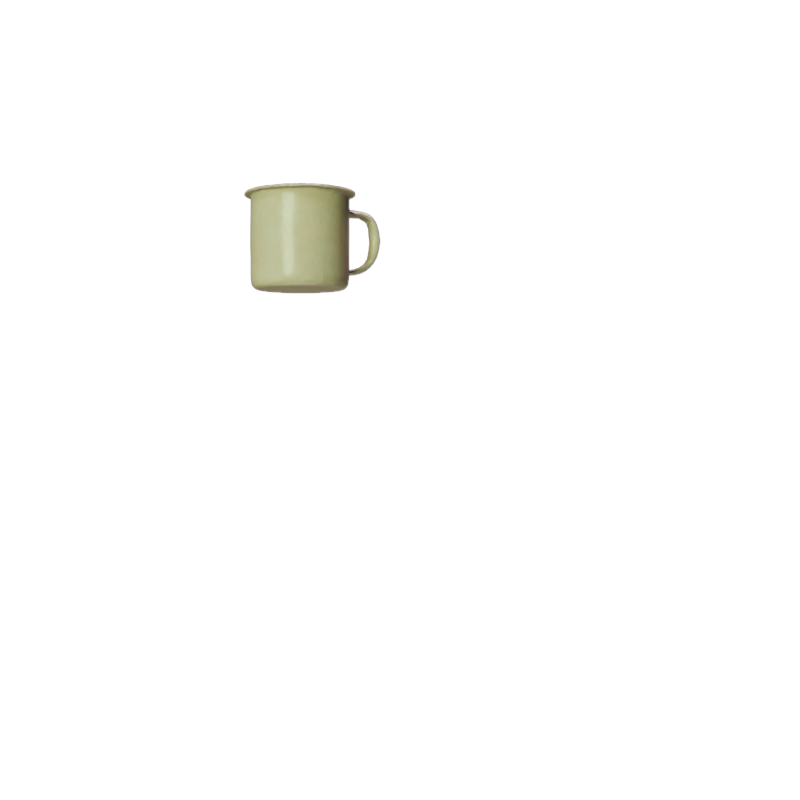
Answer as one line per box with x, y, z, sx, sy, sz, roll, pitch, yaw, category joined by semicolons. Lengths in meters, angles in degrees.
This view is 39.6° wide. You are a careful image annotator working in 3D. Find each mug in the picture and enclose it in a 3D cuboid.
-0.072;-0.132;0.924;0.114;0.083;0.095;1;-3;-23;mug
